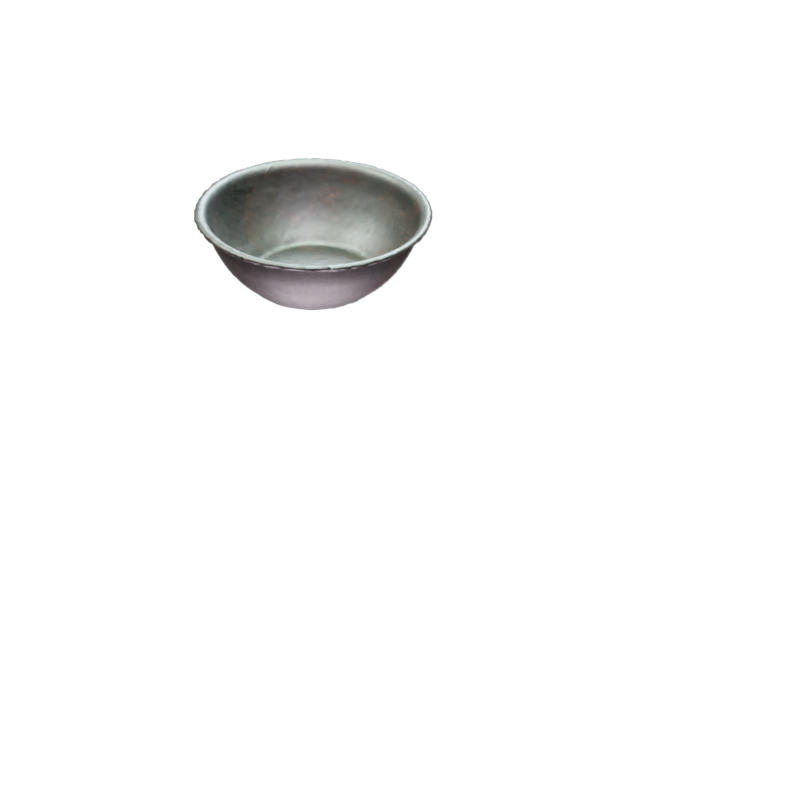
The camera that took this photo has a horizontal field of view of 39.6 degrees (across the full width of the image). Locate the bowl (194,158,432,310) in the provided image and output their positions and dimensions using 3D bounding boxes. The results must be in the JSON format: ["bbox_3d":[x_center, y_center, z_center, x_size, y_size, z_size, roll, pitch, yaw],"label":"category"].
[{"bbox_3d":[-0.060,-0.109,0.764,0.162,0.052,0.173,-1,34,-2],"label":"bowl"}]
